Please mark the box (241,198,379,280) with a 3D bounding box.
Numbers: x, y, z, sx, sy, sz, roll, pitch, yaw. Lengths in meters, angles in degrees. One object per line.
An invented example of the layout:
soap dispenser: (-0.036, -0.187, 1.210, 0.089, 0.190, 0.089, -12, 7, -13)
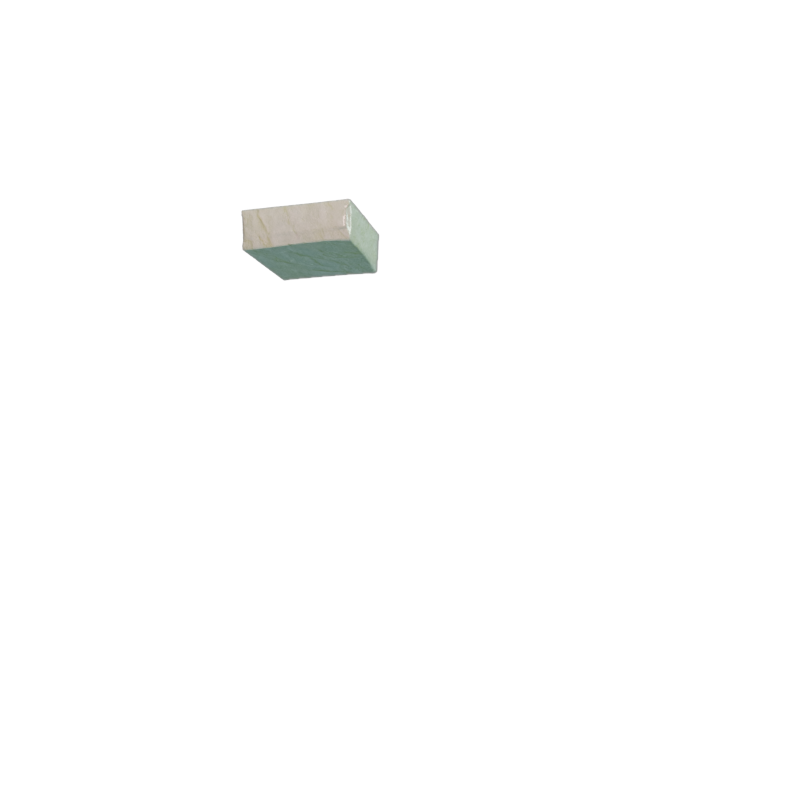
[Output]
box: (-0.071, -0.131, 0.915, 0.091, 0.040, 0.108, -3, -11, 13)
